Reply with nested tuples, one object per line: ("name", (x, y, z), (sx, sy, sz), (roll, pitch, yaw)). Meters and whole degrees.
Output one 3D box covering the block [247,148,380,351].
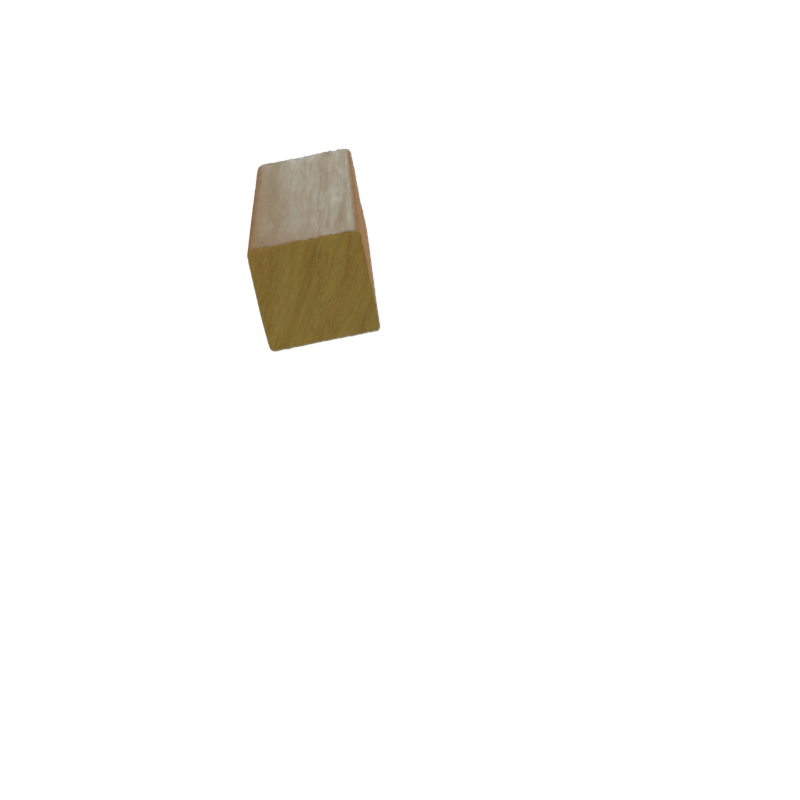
("block", (-0.074, -0.136, 0.946), (0.091, 0.085, 0.218), (-11, 28, 2))
